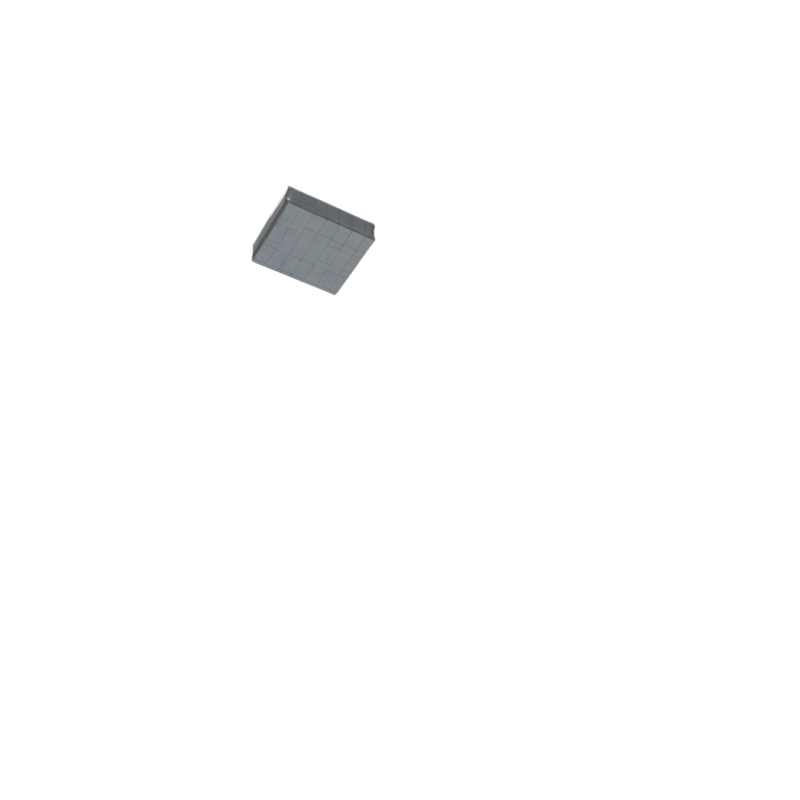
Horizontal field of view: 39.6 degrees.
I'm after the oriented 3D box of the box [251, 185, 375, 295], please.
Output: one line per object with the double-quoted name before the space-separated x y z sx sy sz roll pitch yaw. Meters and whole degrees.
"box" -0.077 -0.141 0.989 0.086 0.071 0.032 22 36 -18
